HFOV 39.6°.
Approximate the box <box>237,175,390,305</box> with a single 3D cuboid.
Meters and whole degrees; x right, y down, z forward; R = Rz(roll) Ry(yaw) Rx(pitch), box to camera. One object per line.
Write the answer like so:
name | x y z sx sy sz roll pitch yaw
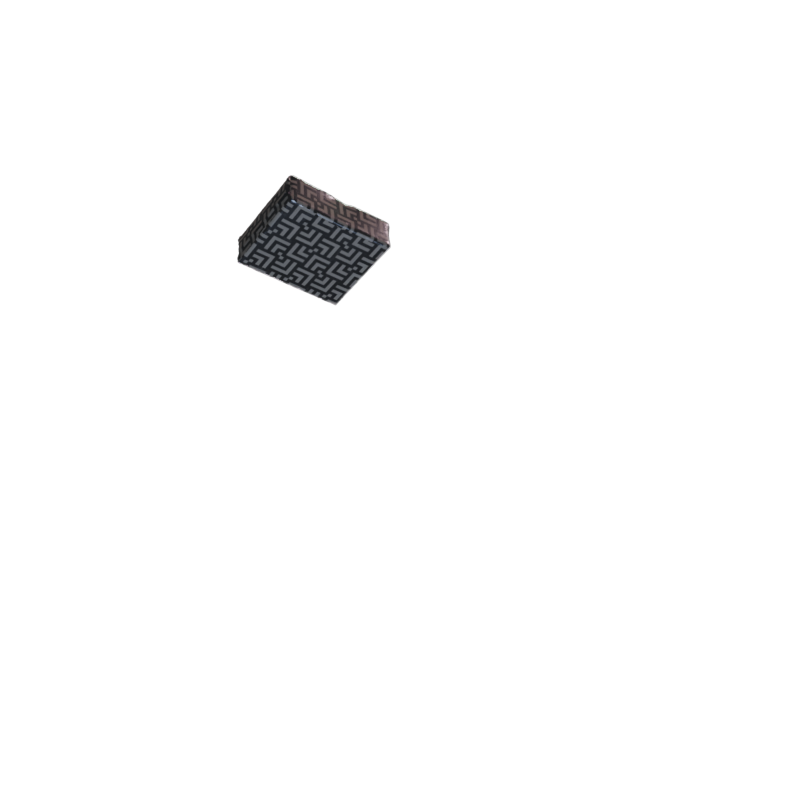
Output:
box | -0.063 -0.116 0.809 0.085 0.032 0.071 24 -49 -24
